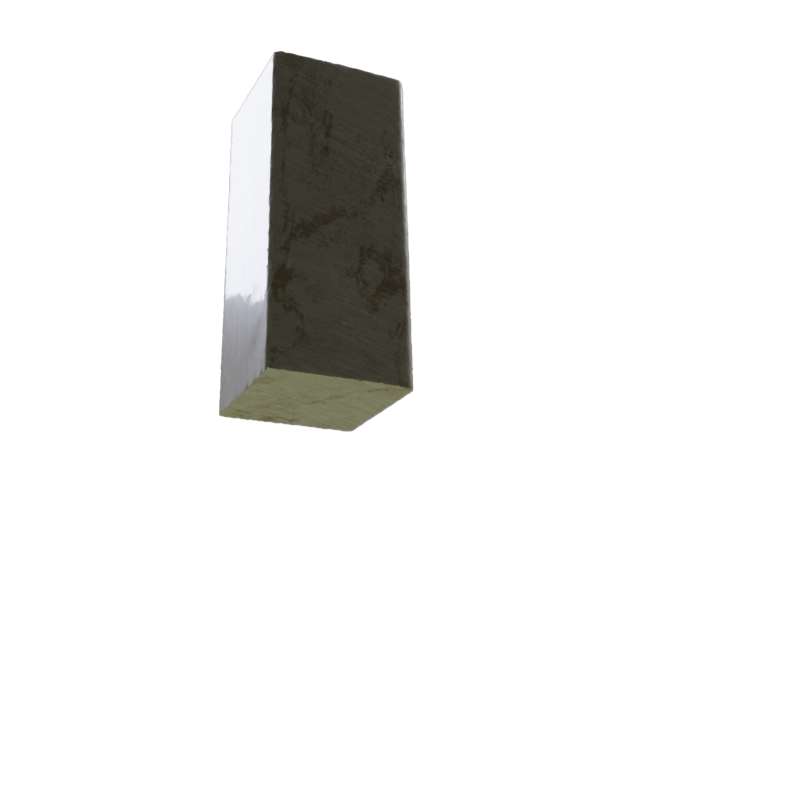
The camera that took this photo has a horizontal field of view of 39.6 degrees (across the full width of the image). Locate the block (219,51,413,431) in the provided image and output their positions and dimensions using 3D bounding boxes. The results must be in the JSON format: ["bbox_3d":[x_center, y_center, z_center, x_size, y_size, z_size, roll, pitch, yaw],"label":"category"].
[{"bbox_3d":[-0.053,-0.097,0.680,0.087,0.218,0.089,9,-27,-23],"label":"block"}]
